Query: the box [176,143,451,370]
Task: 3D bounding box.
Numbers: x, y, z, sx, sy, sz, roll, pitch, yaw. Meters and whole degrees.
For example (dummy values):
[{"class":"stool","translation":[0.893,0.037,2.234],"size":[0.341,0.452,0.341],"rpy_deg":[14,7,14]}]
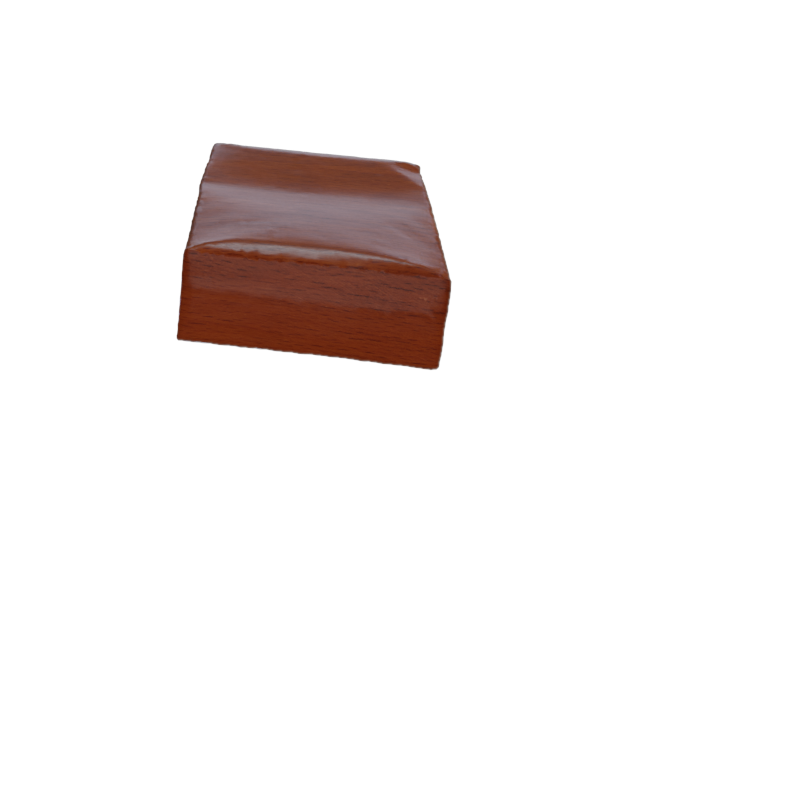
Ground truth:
[{"class":"box","translation":[-0.059,-0.108,0.760],"size":[0.163,0.068,0.226],"rpy_deg":[5,29,-6]}]
